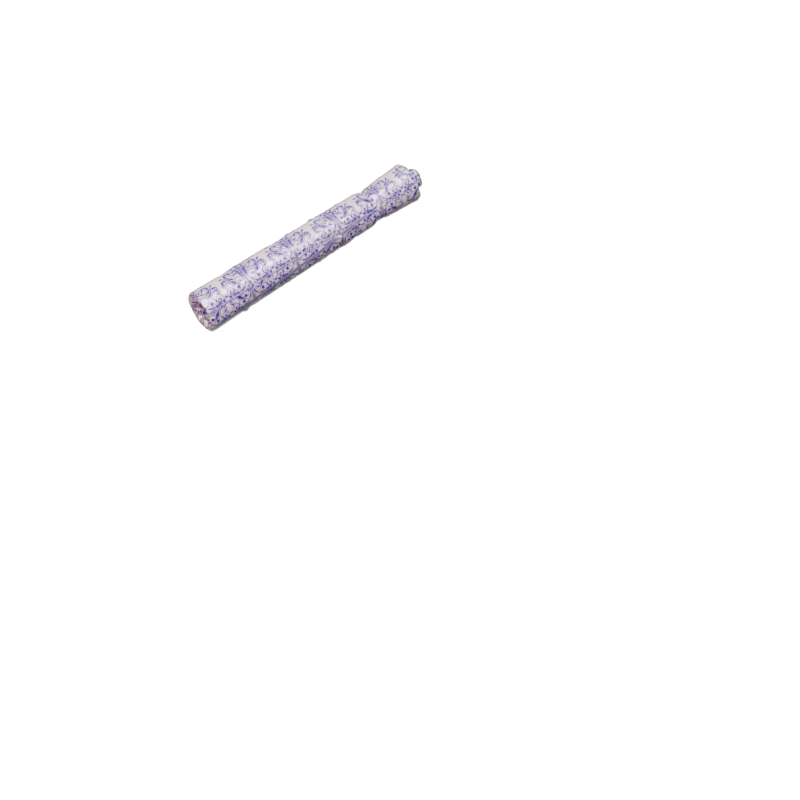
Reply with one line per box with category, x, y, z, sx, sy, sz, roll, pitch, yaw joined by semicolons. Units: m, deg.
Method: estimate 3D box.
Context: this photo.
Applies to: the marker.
marker;-0.038;-0.069;0.485;0.121;0.019;0.020;-36;19;-22
